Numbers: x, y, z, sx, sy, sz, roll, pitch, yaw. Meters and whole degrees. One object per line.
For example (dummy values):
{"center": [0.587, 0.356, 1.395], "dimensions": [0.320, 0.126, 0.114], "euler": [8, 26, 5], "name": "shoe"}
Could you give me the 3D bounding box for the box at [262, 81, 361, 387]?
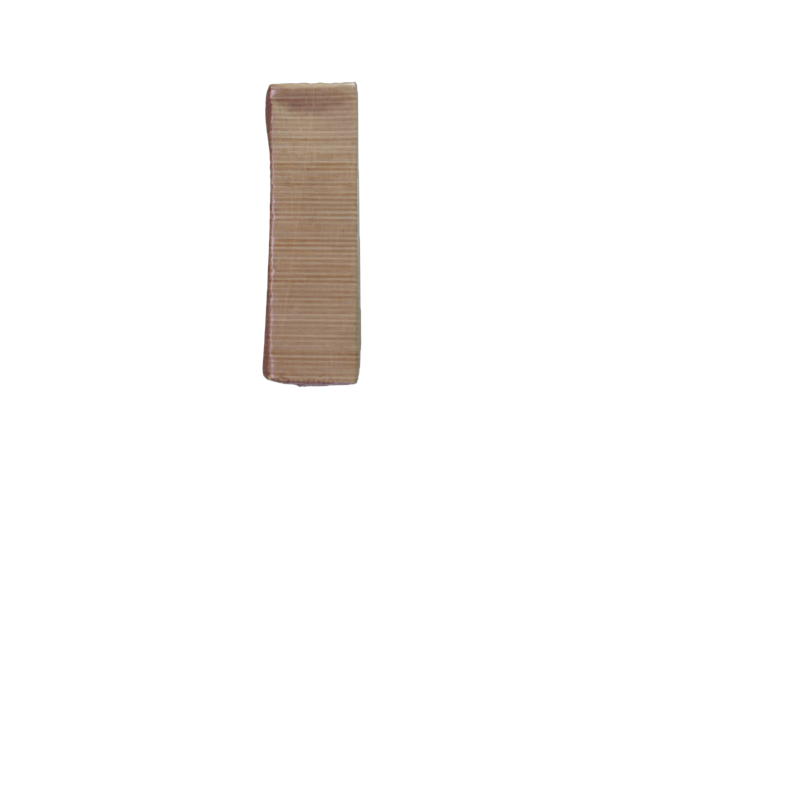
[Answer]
{"center": [-0.066, -0.121, 0.846], "dimensions": [0.072, 0.216, 0.163], "euler": [0, -2, -2], "name": "box"}
